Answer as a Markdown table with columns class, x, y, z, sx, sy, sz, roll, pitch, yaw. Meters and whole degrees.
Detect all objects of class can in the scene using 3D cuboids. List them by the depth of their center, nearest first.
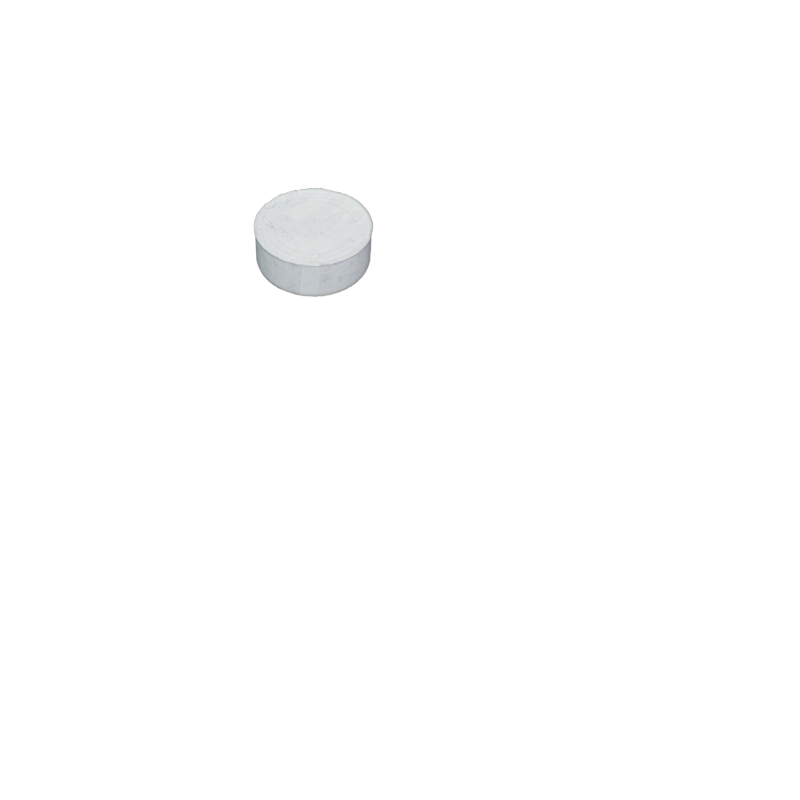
| class | x | y | z | sx | sy | sz | roll | pitch | yaw |
| --- | --- | --- | --- | --- | --- | --- | --- | --- | --- |
| can | -0.063 | -0.115 | 0.806 | 0.086 | 0.092 | 0.031 | -1 | -45 | -1 |
